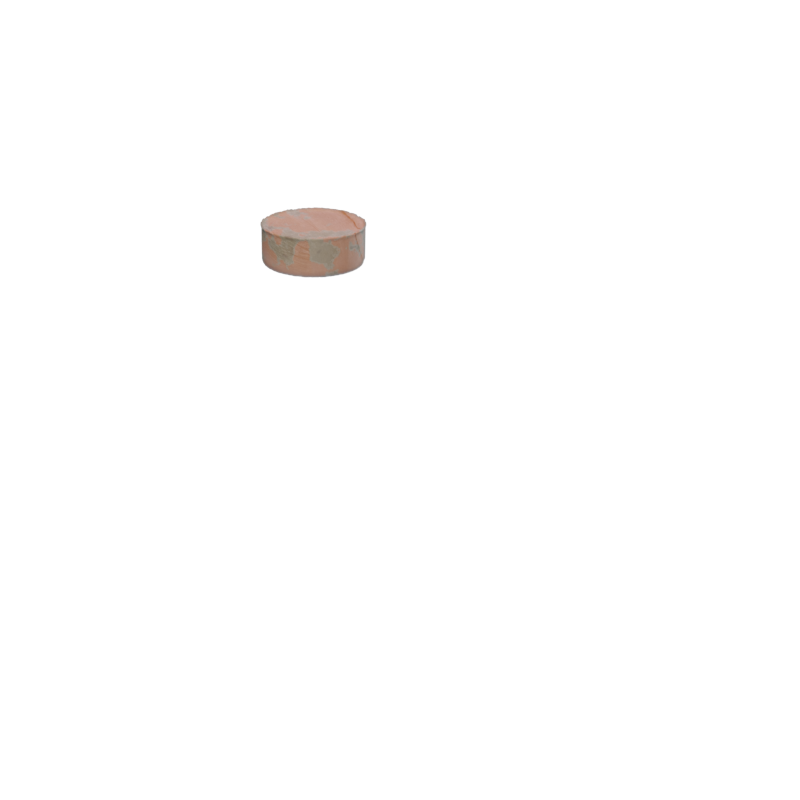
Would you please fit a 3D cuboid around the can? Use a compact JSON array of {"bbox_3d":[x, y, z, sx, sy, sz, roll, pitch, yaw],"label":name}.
[{"bbox_3d":[-0.071,-0.129,0.903,0.086,0.032,0.090,-1,24,-2],"label":"can"}]
